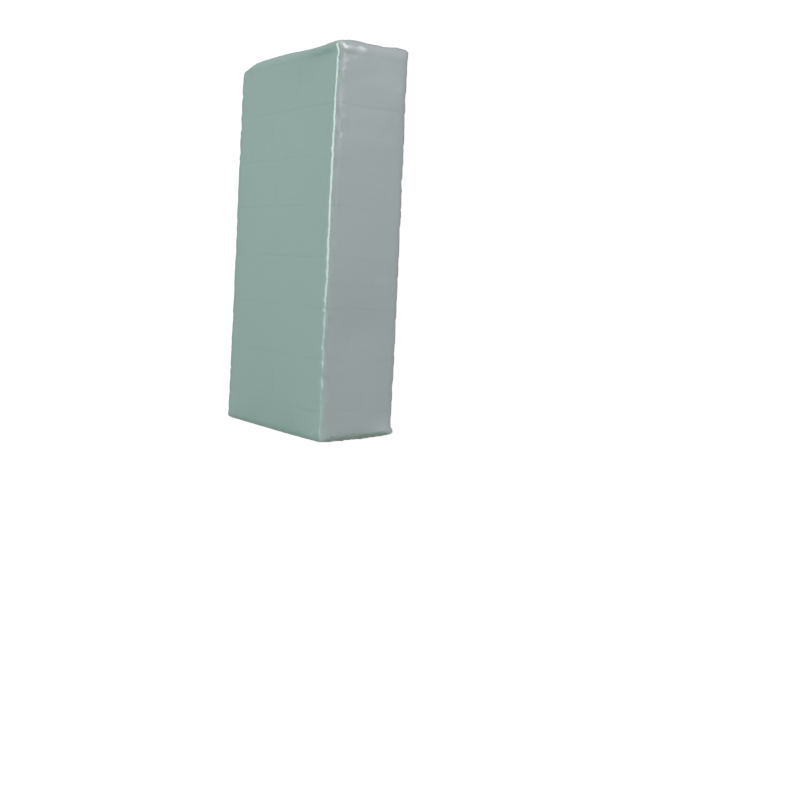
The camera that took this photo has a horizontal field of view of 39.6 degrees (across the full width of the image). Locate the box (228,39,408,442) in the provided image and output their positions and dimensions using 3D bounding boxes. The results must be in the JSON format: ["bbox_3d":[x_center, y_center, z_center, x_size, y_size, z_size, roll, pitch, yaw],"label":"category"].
[{"bbox_3d":[-0.041,-0.075,0.525,0.046,0.176,0.097,0,1,-34],"label":"box"}]
